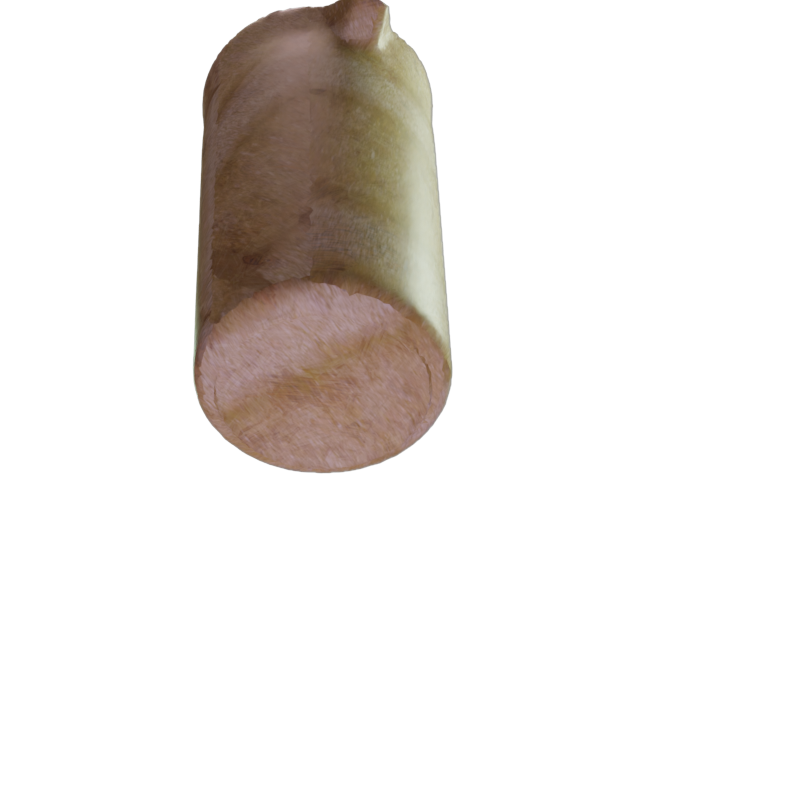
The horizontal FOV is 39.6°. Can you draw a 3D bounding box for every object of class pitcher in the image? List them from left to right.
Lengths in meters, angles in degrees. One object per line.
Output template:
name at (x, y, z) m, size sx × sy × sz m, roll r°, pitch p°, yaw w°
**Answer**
pitcher at (-0.043, -0.079, 0.555) m, size 0.146 × 0.138 × 0.261 m, roll -18°, pitch 39°, yaw 12°
